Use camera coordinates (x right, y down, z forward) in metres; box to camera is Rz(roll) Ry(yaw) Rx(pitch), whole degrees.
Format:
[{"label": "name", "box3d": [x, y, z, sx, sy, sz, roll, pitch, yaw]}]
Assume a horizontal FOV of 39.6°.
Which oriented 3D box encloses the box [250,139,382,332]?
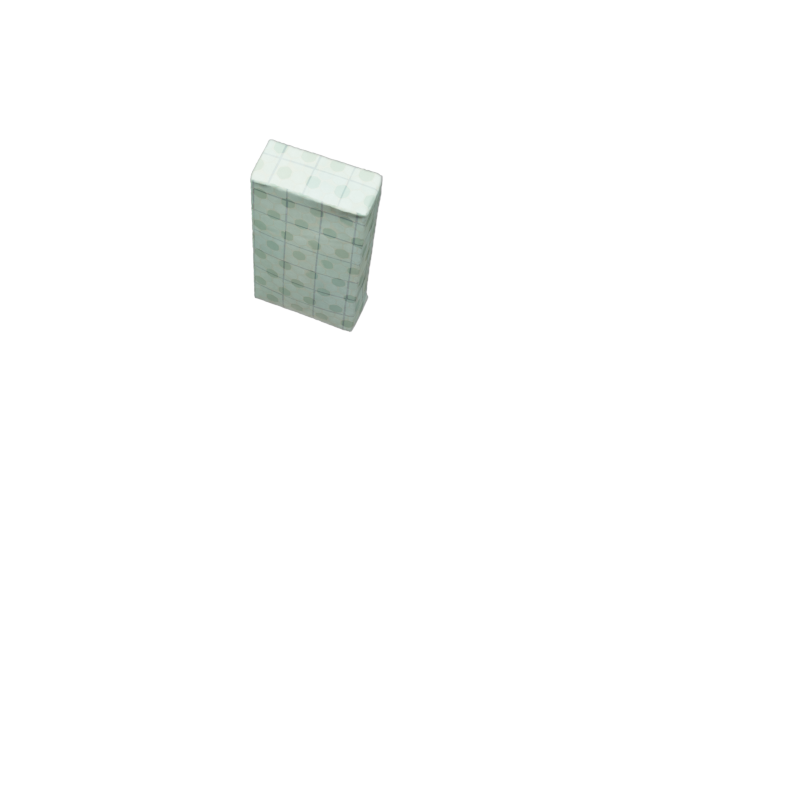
[{"label": "box", "box3d": [-0.069, -0.125, 0.875, 0.095, 0.050, 0.166, 20, -25, 6]}]
